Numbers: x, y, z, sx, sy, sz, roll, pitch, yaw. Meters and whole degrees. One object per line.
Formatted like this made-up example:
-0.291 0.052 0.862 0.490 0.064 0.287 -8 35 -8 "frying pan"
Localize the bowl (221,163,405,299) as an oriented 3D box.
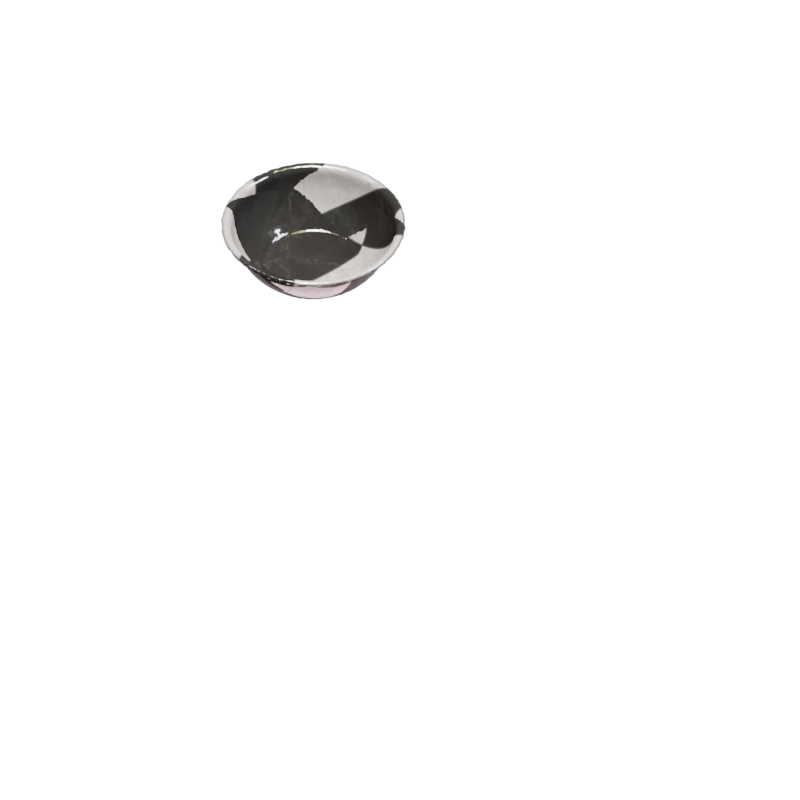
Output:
-0.078 -0.142 0.993 0.162 0.174 0.051 -1 -43 -1 "bowl"
